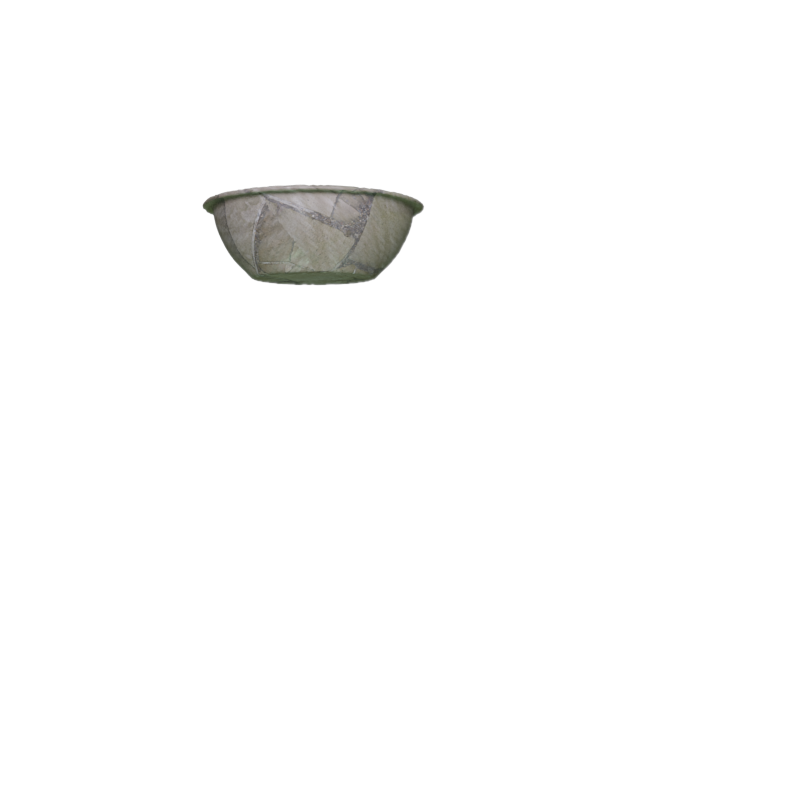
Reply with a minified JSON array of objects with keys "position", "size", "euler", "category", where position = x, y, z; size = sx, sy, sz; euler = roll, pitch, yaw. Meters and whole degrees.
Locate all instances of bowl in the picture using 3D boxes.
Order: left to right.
[{"position":[-0.063,-0.116,0.810],"size":[0.162,0.056,0.161],"euler":[0,-1,-2],"category":"bowl"}]
